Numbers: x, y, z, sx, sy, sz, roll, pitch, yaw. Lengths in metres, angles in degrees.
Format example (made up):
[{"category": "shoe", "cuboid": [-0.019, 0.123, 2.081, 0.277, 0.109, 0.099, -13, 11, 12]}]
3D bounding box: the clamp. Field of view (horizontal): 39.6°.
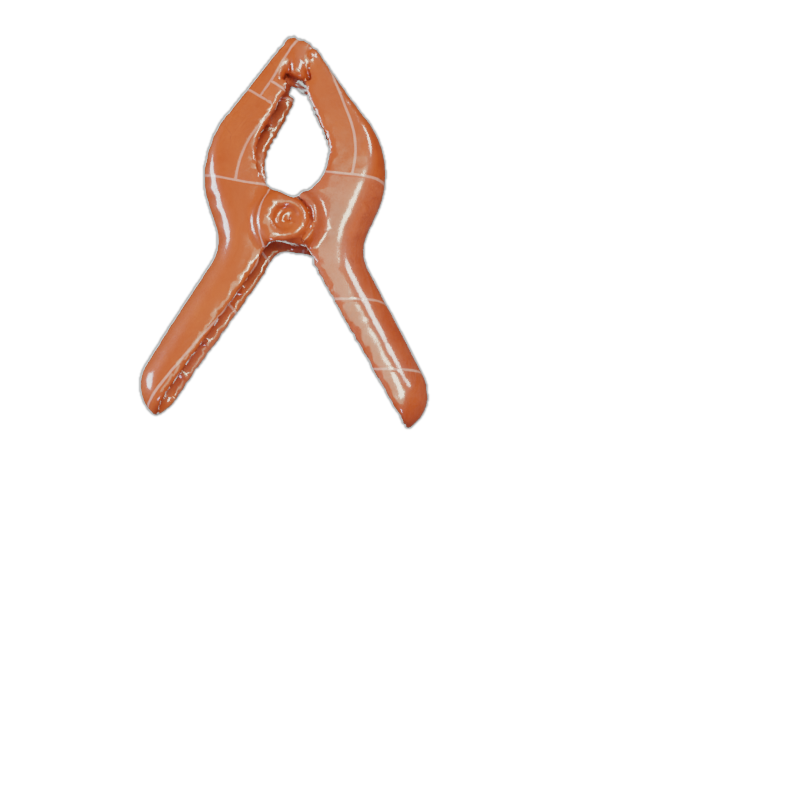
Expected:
[{"category": "clamp", "cuboid": [-0.037, -0.068, 0.477, 0.120, 0.174, 0.039, 11, -7, 1]}]
